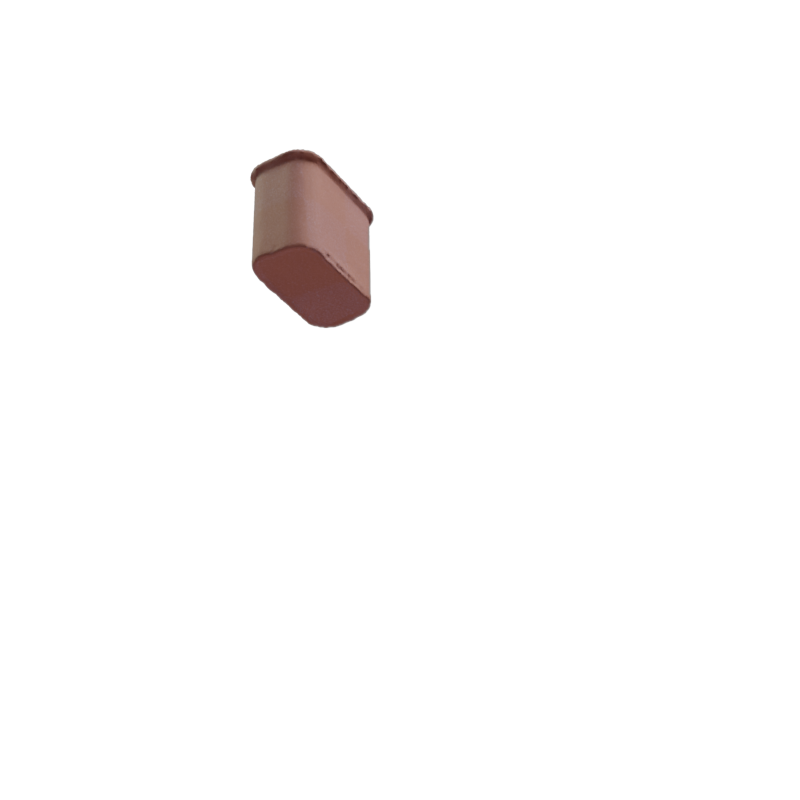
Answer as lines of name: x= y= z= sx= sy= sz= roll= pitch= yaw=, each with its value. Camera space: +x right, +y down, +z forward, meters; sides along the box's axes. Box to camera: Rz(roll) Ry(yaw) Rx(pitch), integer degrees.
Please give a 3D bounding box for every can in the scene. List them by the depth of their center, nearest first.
can: x=-0.061 y=-0.111 z=0.779 sx=0.058 sy=0.090 sz=0.094 roll=-21 pitch=-39 yaw=25
